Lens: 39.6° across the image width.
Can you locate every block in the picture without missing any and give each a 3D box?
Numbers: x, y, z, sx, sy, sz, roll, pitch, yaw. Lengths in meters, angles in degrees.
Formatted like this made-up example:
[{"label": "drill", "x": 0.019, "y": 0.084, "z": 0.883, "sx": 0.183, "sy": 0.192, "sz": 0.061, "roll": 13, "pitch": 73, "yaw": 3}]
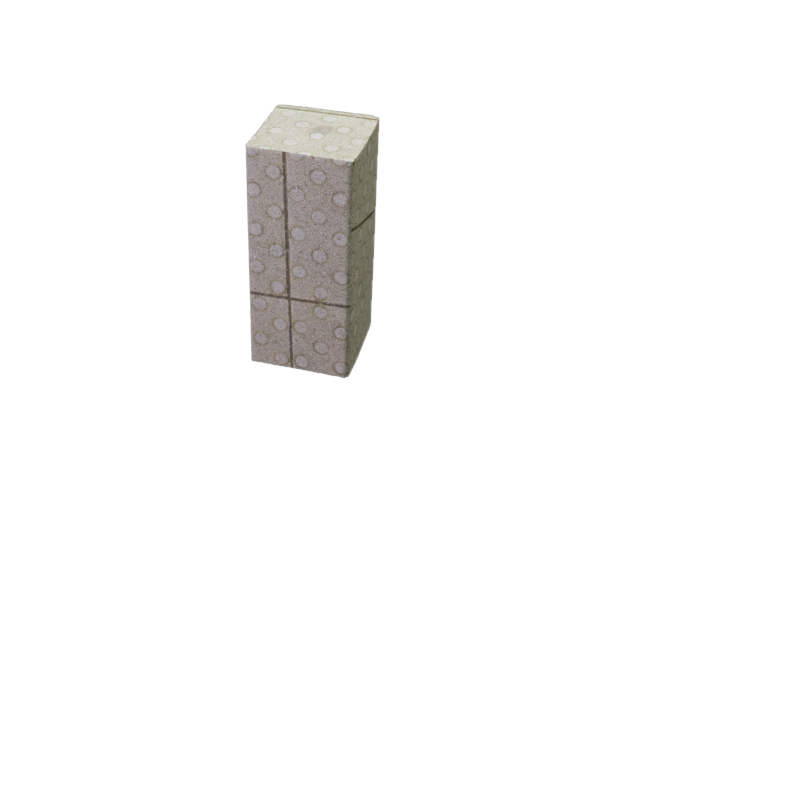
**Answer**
[{"label": "block", "x": -0.073, "y": -0.134, "z": 0.937, "sx": 0.093, "sy": 0.193, "sz": 0.094, "roll": 10, "pitch": 34, "yaw": 11}]
